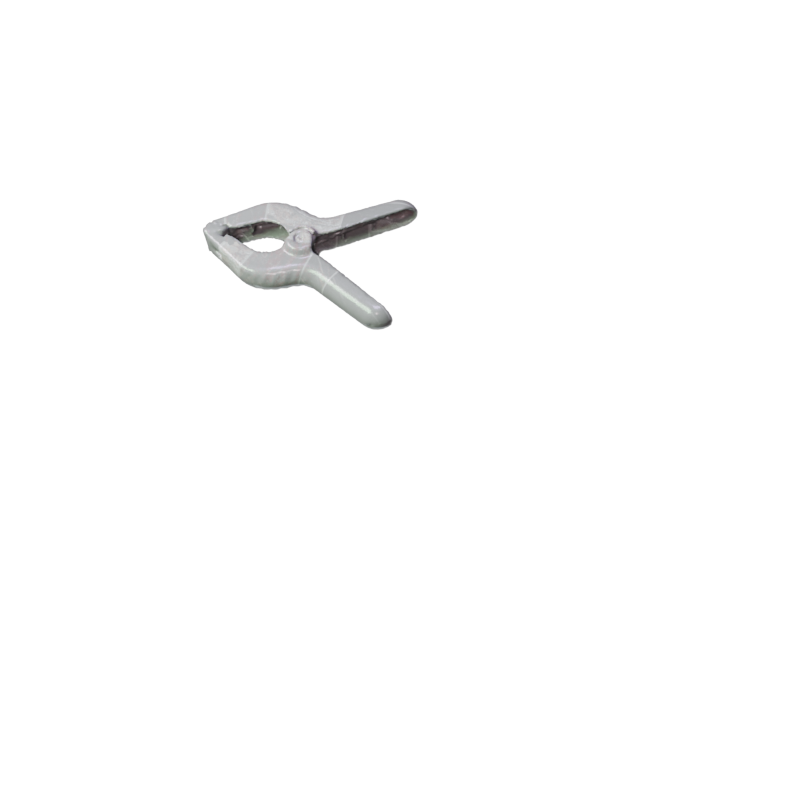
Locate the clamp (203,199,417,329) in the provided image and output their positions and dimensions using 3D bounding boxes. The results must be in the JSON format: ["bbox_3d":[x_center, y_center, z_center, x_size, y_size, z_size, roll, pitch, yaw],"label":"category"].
[{"bbox_3d":[-0.070,-0.128,0.895,0.176,0.125,0.037,17,-36,13],"label":"clamp"}]
